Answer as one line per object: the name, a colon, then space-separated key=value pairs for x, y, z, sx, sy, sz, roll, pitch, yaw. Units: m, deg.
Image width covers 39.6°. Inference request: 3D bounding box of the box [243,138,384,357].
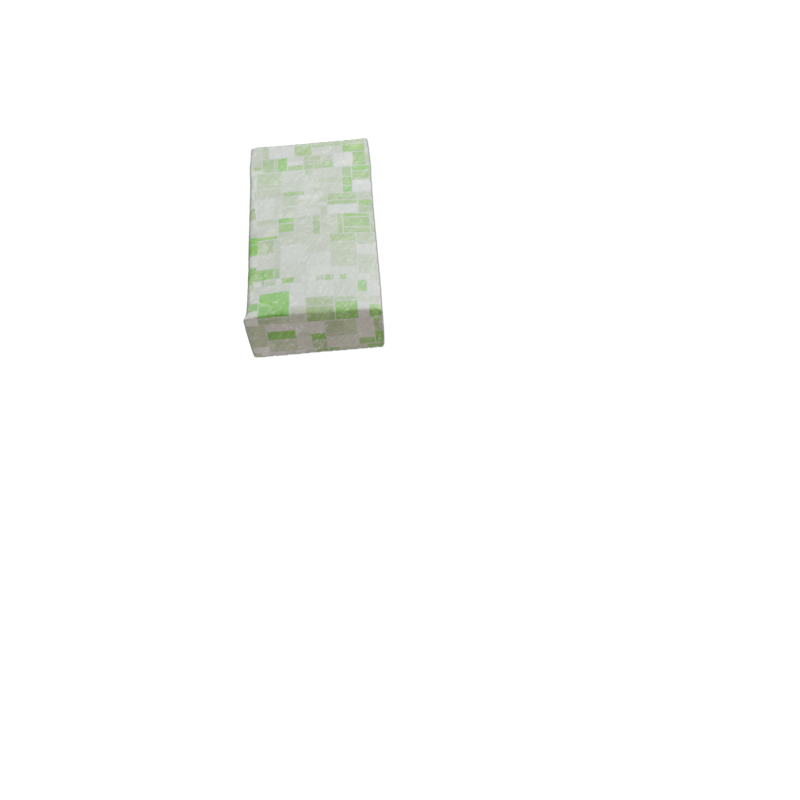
box: x=-0.062 y=-0.114 z=0.801 sx=0.094 sy=0.189 sz=0.044 roll=-5 pitch=-43 yaw=2
